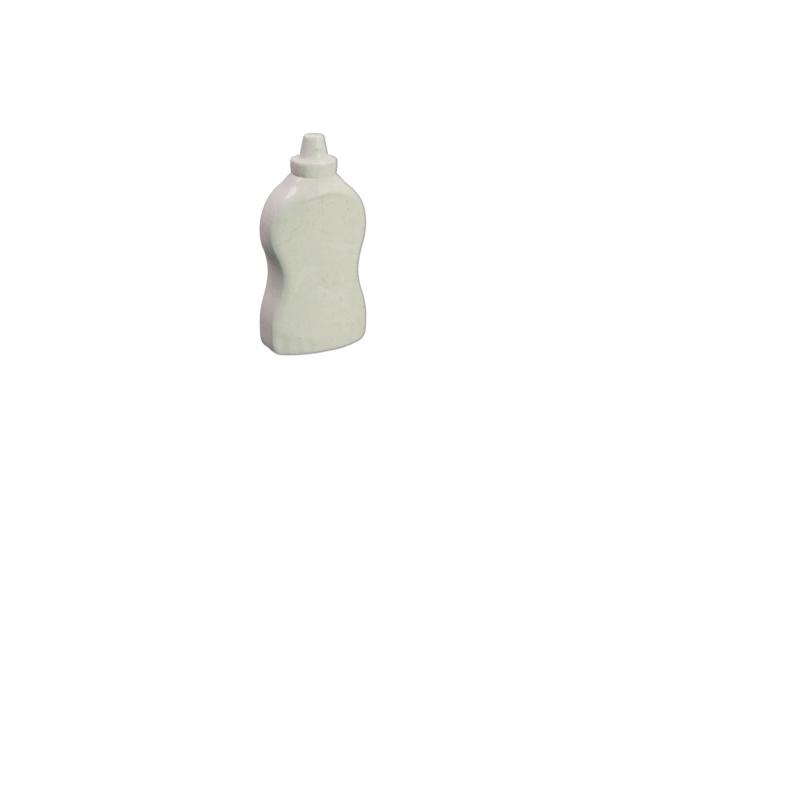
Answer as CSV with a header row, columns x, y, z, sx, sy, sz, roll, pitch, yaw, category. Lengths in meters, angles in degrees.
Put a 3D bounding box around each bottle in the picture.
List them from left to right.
x,y,z,sx,sy,sz,roll,pitch,yaw,category
-0.076,-0.139,0.975,0.094,0.184,0.062,-8,20,-26,bottle
